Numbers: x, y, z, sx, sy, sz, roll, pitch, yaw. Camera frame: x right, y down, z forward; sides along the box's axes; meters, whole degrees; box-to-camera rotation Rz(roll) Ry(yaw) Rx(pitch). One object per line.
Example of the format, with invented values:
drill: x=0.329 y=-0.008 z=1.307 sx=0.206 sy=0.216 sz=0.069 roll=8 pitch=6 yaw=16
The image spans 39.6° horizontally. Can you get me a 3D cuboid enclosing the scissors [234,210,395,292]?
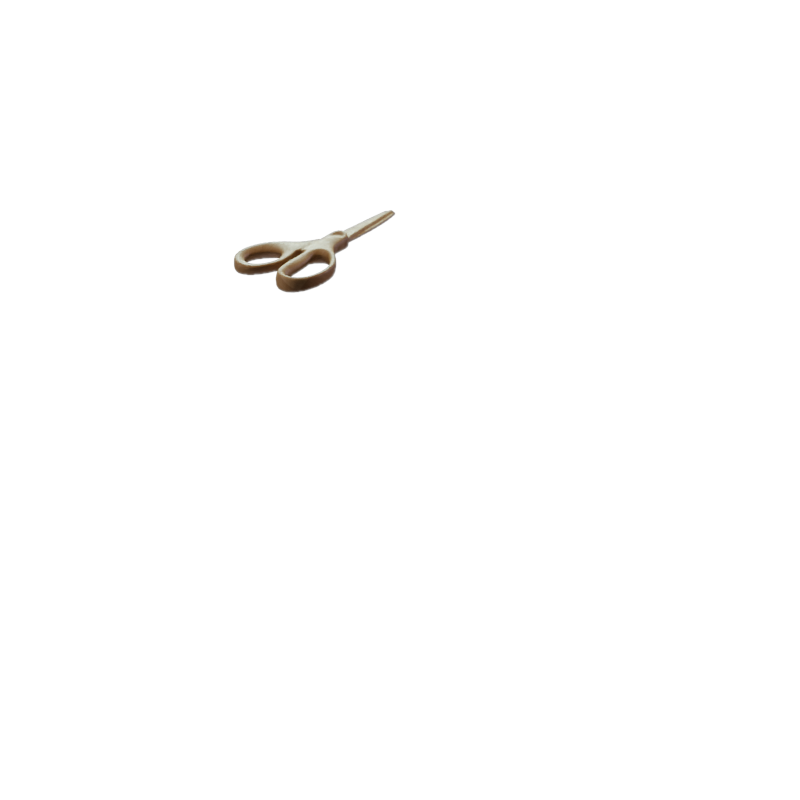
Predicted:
scissors: x=-0.076 y=-0.139 z=0.977 sx=0.099 sy=0.015 sz=0.207 roll=7 pitch=28 yaw=14
